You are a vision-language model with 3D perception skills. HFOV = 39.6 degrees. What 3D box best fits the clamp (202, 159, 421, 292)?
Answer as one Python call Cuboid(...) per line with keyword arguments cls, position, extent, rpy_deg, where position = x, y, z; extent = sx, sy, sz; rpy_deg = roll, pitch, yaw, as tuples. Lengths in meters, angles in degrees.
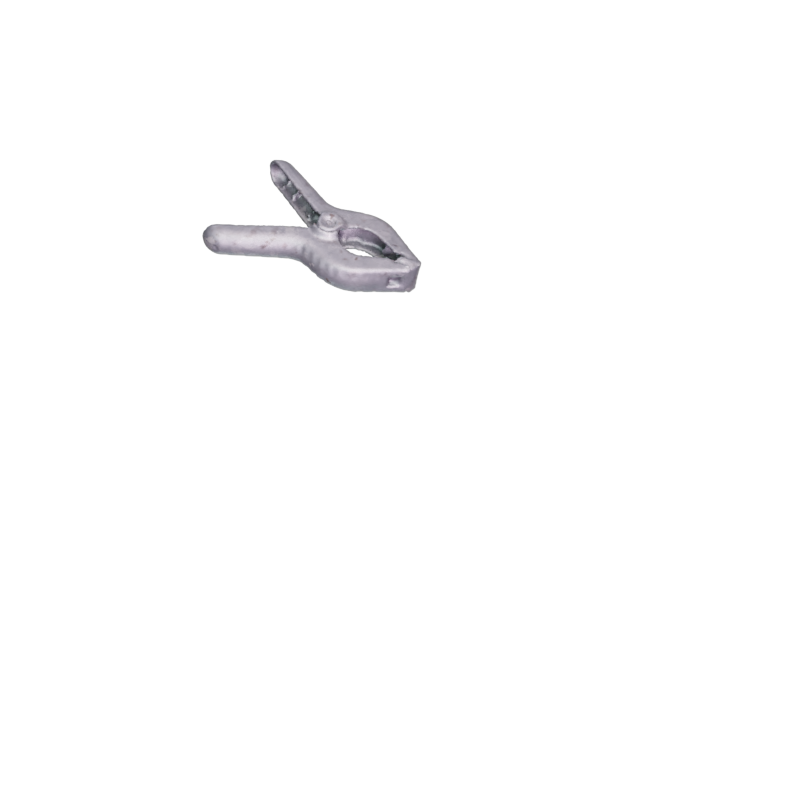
Cuboid(cls="clamp", position=(-0.070, -0.127, 0.892), extent=(0.180, 0.036, 0.122), rpy_deg=(30, 56, 23))
